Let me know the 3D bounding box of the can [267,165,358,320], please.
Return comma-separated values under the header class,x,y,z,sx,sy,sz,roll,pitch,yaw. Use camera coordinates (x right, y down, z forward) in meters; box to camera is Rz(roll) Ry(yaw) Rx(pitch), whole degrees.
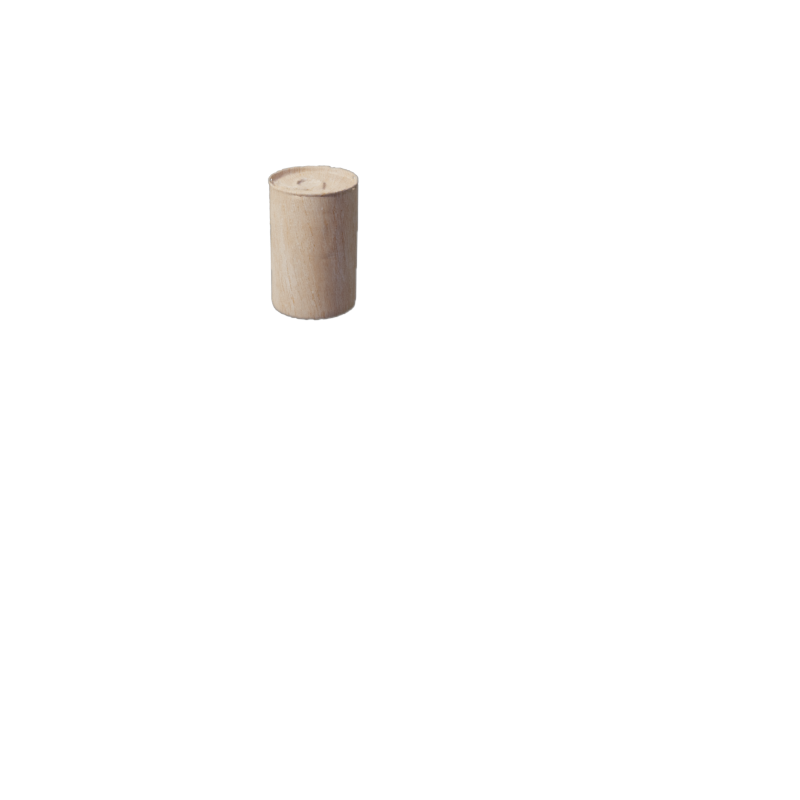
class,x,y,z,sx,sy,sz,roll,pitch,yaw
can,-0.066,-0.120,0.844,0.068,0.097,0.072,0,24,-2
